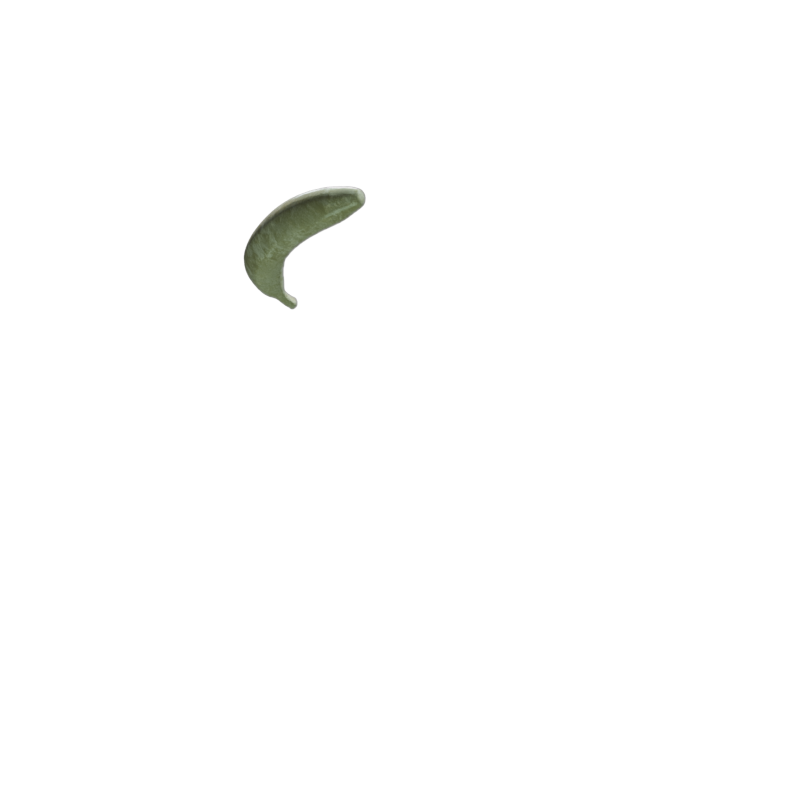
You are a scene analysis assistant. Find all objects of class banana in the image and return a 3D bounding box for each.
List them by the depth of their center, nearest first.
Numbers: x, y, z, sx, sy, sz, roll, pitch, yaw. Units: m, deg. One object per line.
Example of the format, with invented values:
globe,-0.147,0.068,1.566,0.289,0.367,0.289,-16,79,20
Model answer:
banana,-0.095,-0.140,0.972,0.067,0.039,0.192,9,-25,-20
